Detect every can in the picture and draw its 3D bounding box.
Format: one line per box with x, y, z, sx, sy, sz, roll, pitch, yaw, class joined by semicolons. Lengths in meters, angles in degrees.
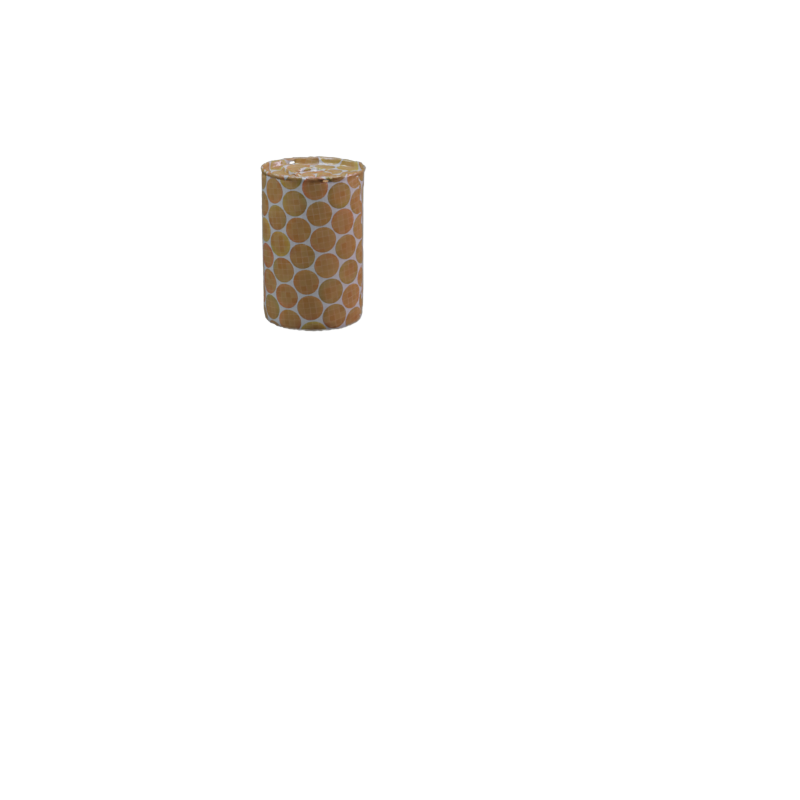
-0.057;-0.104;0.728;0.068;0.098;0.071;0;18;-2;can
